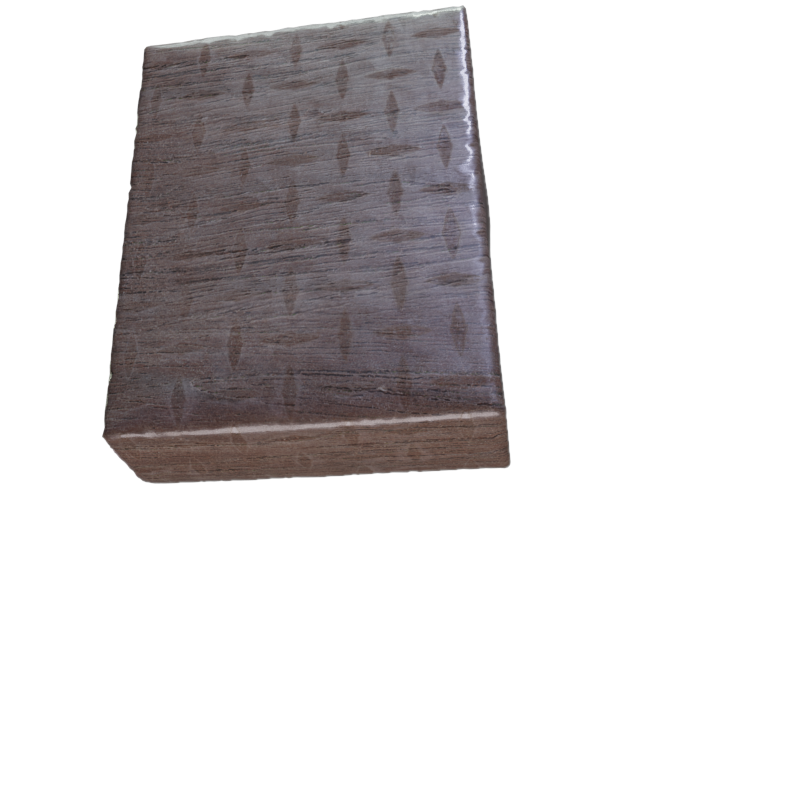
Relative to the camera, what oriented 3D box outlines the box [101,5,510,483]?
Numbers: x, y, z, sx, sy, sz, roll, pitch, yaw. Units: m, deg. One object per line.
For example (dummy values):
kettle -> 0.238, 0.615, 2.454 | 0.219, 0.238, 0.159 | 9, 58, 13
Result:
box -> -0.040, -0.074, 0.515 | 0.165, 0.228, 0.067 | -6, -30, 7
